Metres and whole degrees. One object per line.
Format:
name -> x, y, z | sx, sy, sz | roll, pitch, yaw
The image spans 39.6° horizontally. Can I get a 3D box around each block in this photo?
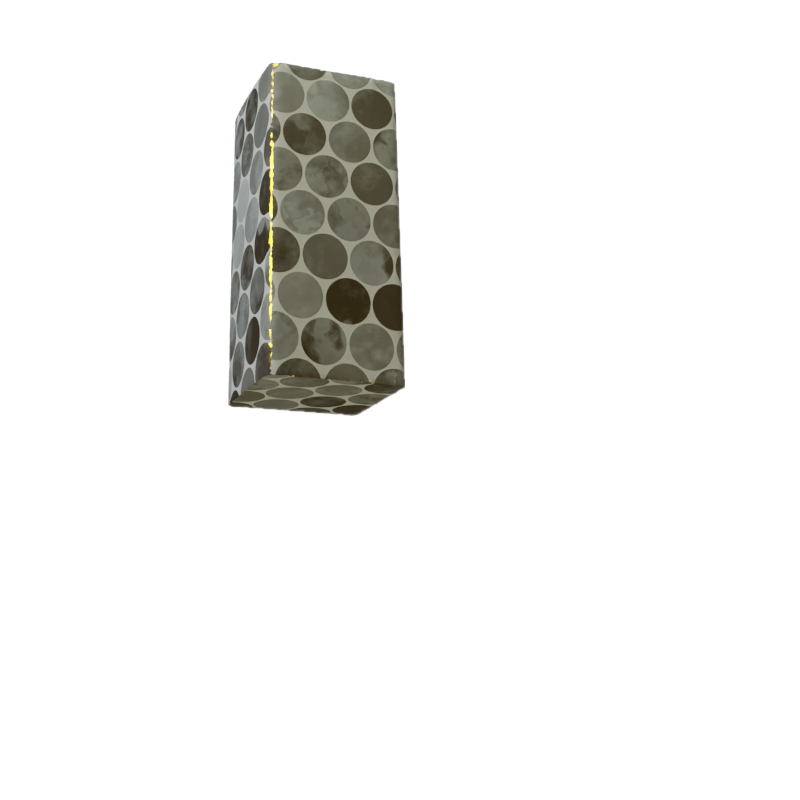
block -> -0.057, -0.104, 0.723 | 0.088, 0.216, 0.089 | 6, -21, -21
